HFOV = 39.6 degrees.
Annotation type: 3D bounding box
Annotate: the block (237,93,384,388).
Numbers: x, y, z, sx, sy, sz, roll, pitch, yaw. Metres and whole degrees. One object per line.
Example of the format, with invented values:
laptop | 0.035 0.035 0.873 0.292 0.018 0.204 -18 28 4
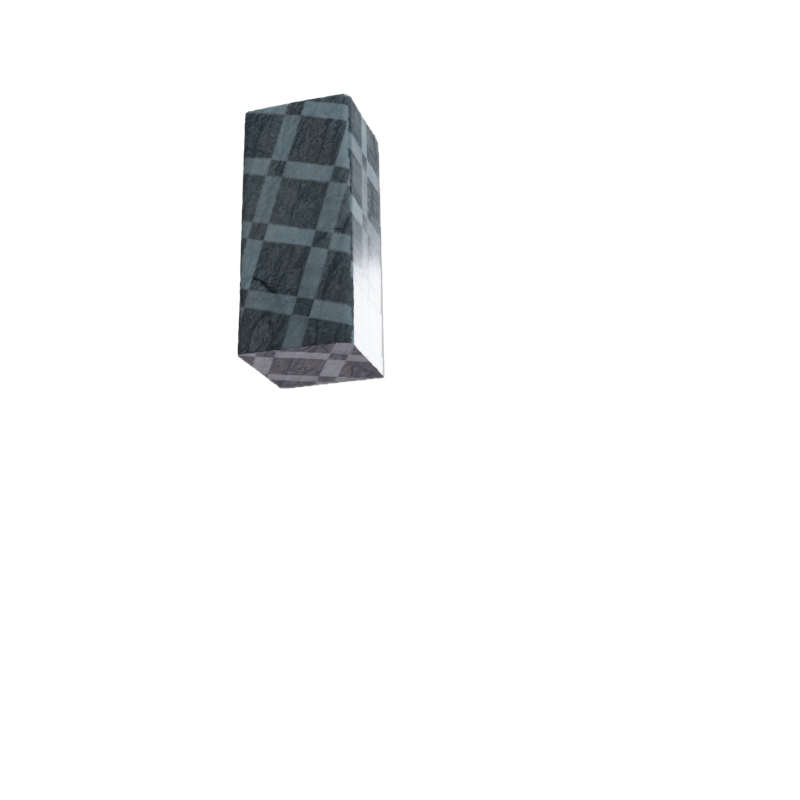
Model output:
block | -0.068 -0.125 0.872 0.091 0.217 0.085 -8 -23 15
